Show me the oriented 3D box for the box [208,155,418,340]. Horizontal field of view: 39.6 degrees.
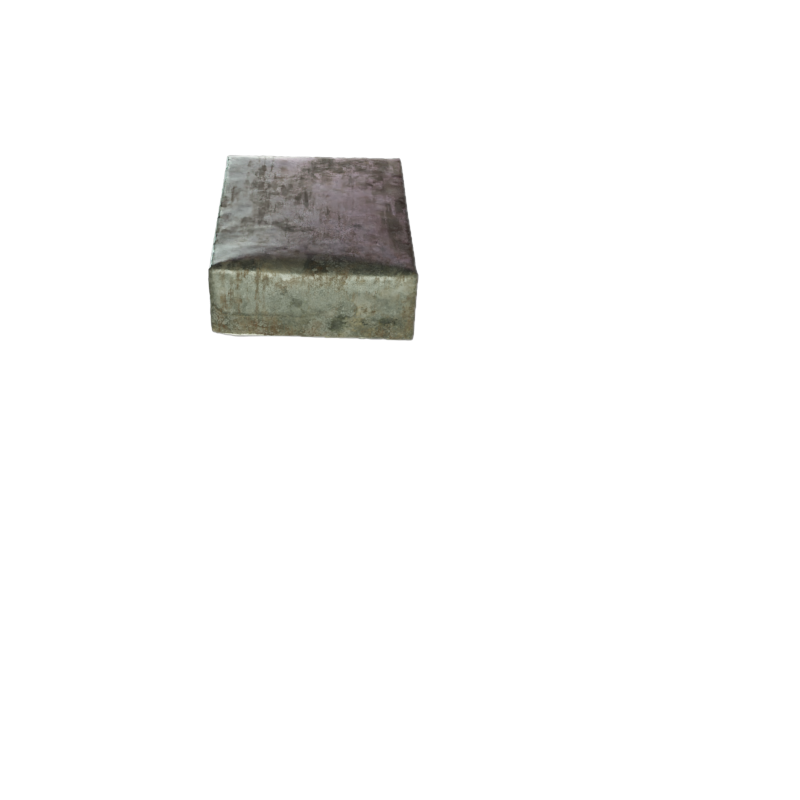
[{"bbox_3d":[-0.075,-0.136,0.954,0.164,0.067,0.228,0,34,-3],"label":"box"}]
